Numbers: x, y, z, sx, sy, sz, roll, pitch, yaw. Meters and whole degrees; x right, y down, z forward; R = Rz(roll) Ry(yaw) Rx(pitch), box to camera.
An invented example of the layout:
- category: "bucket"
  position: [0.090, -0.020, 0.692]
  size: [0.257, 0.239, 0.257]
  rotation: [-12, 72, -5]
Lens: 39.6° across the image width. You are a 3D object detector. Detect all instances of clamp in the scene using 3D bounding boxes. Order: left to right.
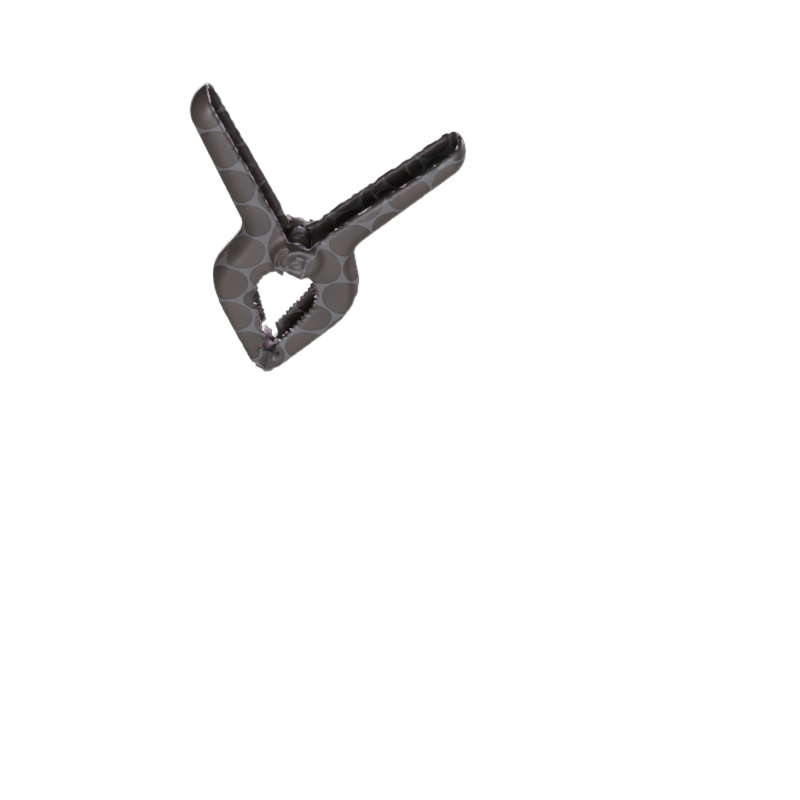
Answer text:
- category: "clamp"
  position: [-0.055, -0.100, 0.700]
  size: [0.163, 0.197, 0.039]
  rotation: [6, 41, -6]
